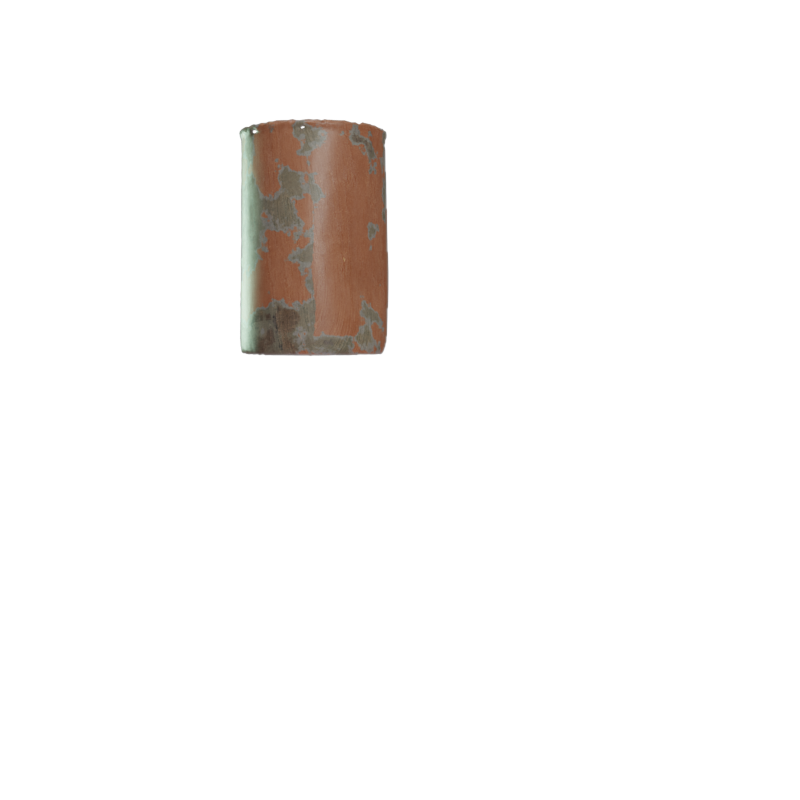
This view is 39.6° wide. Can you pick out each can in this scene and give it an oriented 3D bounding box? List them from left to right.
[{"bbox_3d":[-0.040,-0.073,0.509,0.068,0.103,0.068,0,-1,-2],"label":"can"}]
